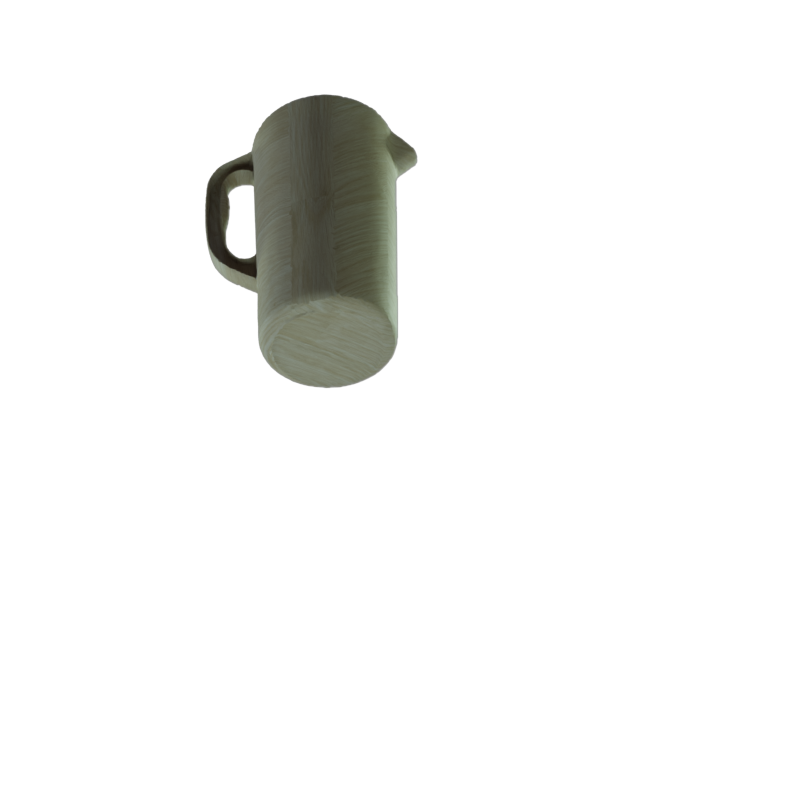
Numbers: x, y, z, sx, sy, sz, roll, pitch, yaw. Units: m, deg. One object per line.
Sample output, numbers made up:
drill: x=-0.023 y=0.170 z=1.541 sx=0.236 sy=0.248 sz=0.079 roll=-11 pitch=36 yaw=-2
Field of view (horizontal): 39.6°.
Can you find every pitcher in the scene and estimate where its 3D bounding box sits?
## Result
pitcher: x=-0.073 y=-0.133 z=0.932 sx=0.137 sy=0.261 sz=0.147 roll=29 pitch=-51 yaw=-30
